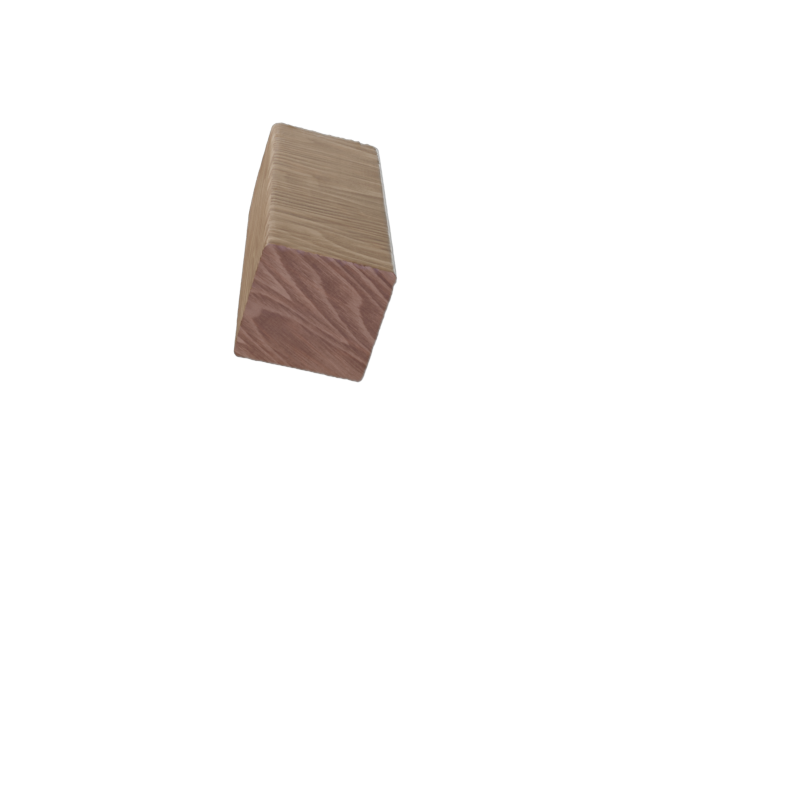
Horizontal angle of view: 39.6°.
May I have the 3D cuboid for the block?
[{"bbox_3d":[-0.063,-0.116,0.808,0.089,0.086,0.220,12,31,-11],"label":"block"}]
